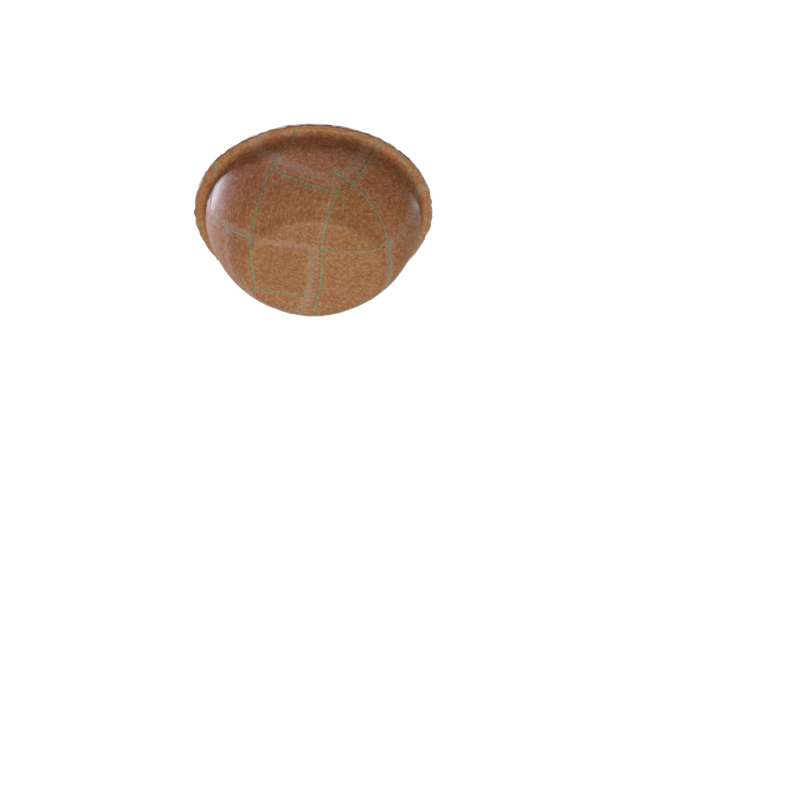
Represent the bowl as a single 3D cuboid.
[{"bbox_3d":[-0.058,-0.105,0.736,0.162,0.059,0.151,1,-39,-1],"label":"bowl"}]
